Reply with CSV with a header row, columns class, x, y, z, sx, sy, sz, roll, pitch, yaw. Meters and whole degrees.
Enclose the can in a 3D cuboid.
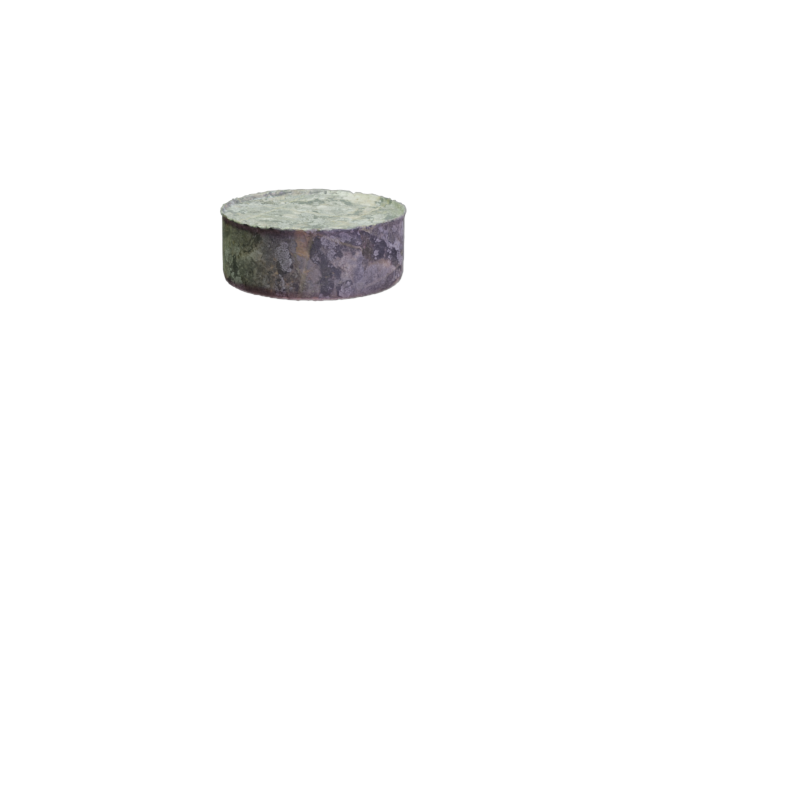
class,x,y,z,sx,sy,sz,roll,pitch,yaw
can,-0.040,-0.073,0.514,0.086,0.032,0.090,-1,21,-2
